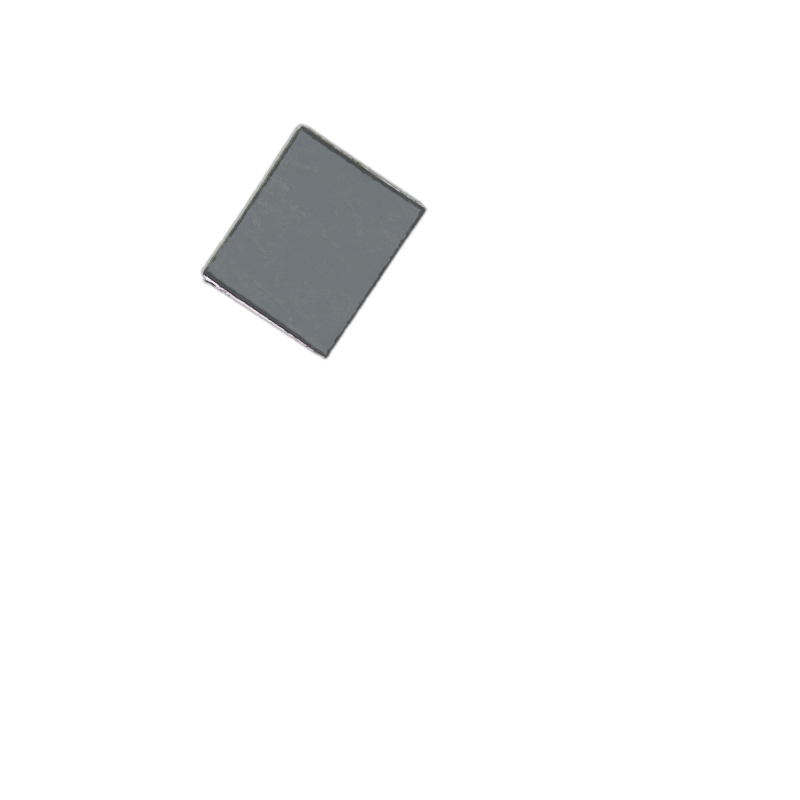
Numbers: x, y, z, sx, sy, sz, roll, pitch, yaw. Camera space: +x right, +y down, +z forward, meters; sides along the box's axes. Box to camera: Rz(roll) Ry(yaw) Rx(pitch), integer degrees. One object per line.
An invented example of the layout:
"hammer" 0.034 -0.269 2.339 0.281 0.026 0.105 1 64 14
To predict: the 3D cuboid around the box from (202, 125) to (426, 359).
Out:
"box" -0.042 -0.077 0.538 0.073 0.089 0.030 34 3 -3
